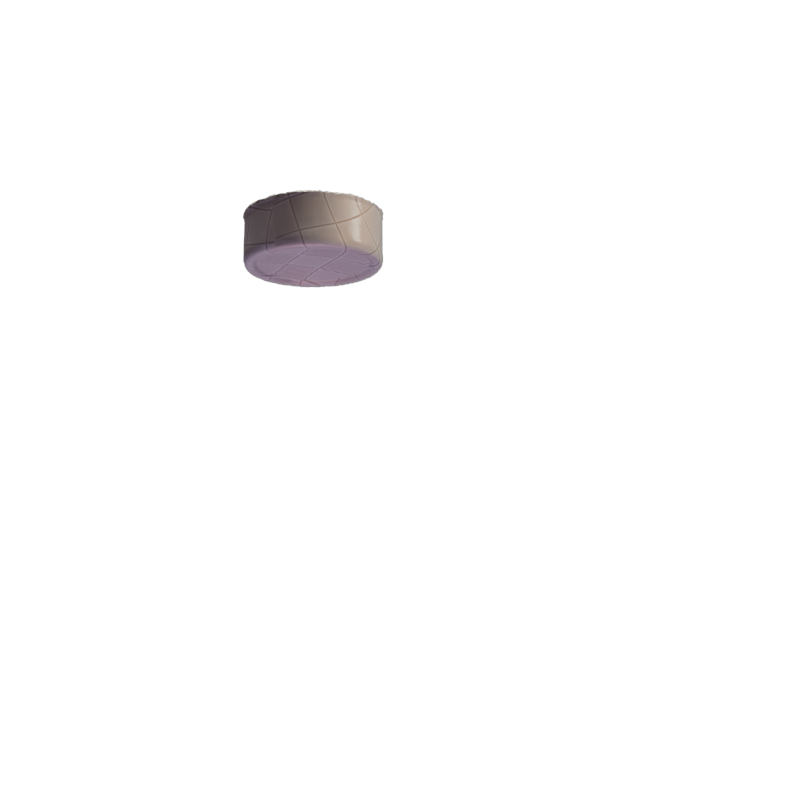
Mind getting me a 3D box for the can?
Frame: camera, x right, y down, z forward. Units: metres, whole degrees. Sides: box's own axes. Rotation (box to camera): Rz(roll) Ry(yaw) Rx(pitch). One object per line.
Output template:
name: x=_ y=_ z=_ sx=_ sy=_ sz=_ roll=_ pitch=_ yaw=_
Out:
can: x=-0.053 y=-0.096 z=0.672 sx=0.086 sy=0.035 sz=0.083 roll=0 pitch=-13 yaw=-2
